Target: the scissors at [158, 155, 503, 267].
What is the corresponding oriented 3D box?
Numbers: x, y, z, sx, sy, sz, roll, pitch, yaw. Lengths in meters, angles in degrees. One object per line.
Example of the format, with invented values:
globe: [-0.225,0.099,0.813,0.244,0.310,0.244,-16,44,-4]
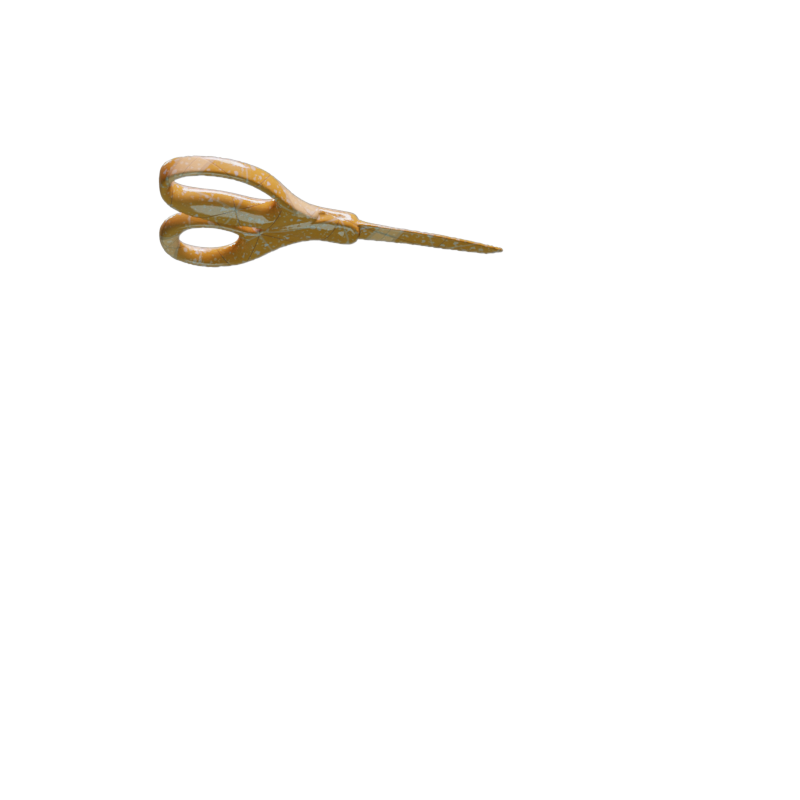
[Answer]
scissors: [-0.050,-0.091,0.637,0.193,0.017,0.094,16,-34,-26]
